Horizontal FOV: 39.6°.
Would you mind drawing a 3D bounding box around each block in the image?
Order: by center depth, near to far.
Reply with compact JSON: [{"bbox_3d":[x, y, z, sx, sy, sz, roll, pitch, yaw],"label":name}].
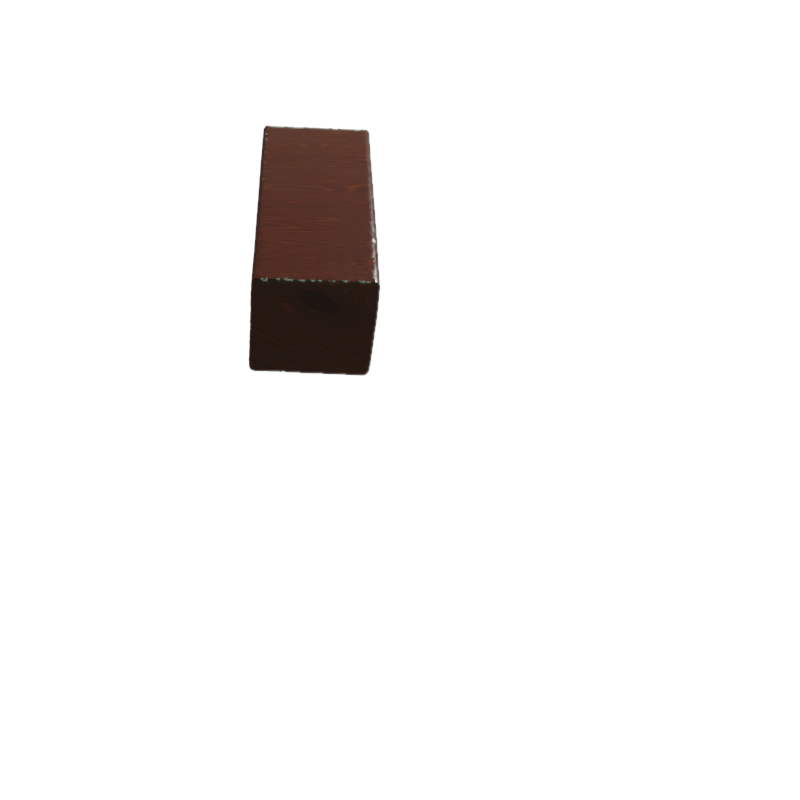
[{"bbox_3d":[-0.068,-0.123,0.867,0.090,0.084,0.221,2,41,-5],"label":"block"}]
